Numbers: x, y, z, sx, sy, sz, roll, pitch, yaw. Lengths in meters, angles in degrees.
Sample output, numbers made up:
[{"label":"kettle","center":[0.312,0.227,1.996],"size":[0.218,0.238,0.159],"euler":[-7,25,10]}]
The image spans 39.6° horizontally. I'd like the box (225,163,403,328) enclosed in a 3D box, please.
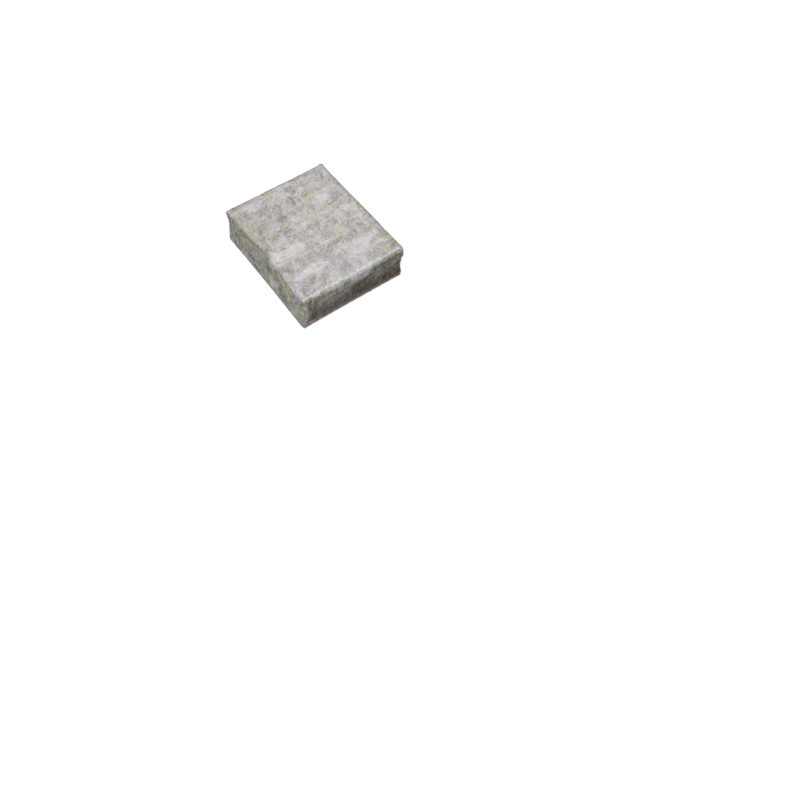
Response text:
[{"label":"box","center":[-0.053,-0.097,0.681],"size":[0.073,0.096,0.028],"euler":[-29,-31,-20]}]
